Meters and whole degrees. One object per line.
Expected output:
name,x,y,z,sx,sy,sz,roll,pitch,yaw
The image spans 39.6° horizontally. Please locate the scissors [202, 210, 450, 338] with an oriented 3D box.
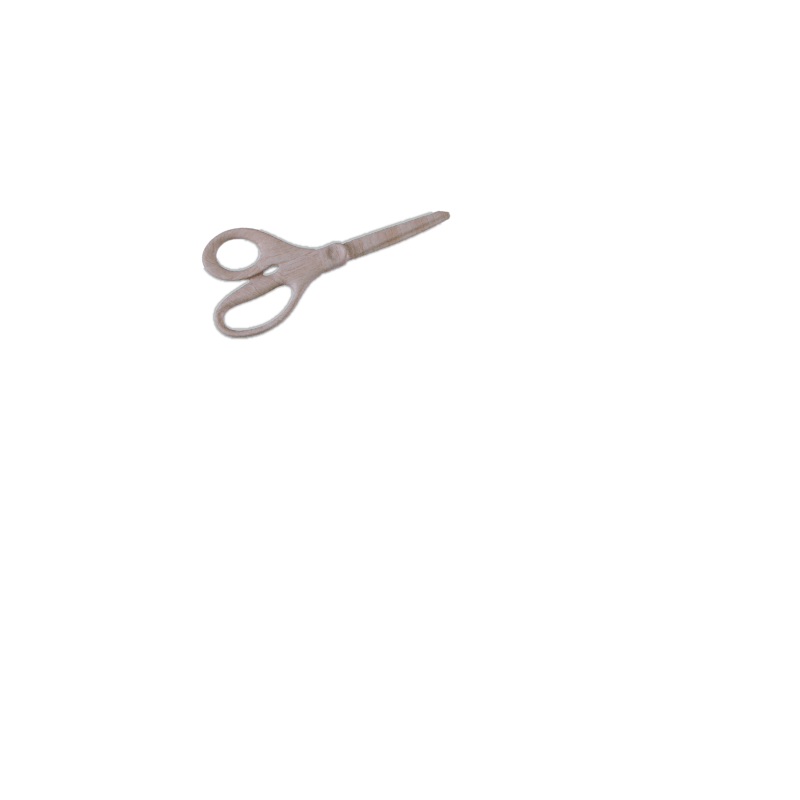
scissors,-0.068,-0.124,0.872,0.202,0.100,0.015,-36,-15,-11
